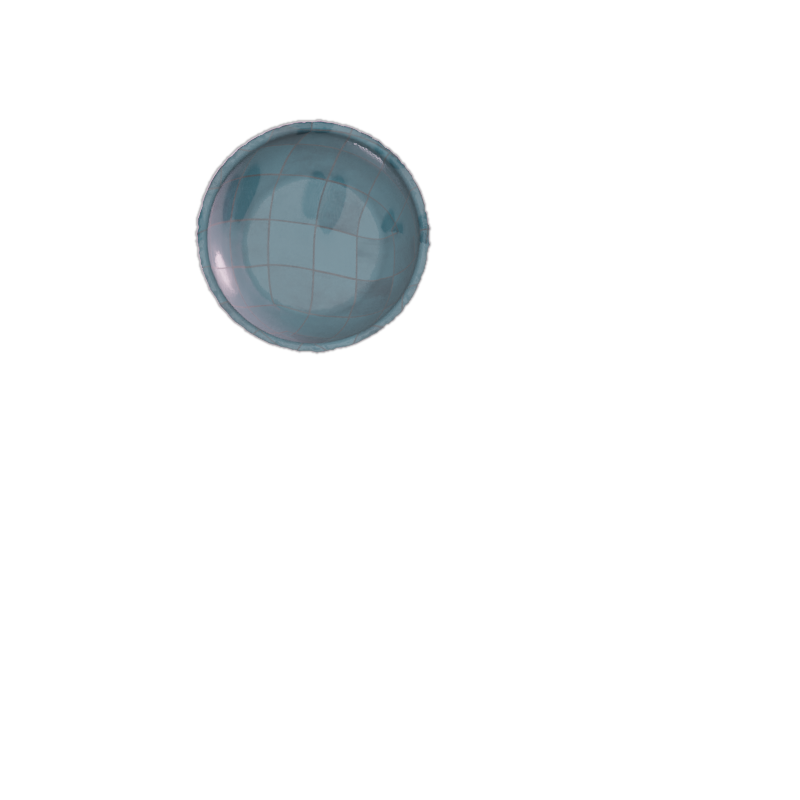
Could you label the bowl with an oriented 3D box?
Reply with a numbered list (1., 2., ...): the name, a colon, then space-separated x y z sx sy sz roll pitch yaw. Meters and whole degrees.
1. bowl: -0.058 -0.106 0.744 0.162 0.159 0.056 0 7 -1
